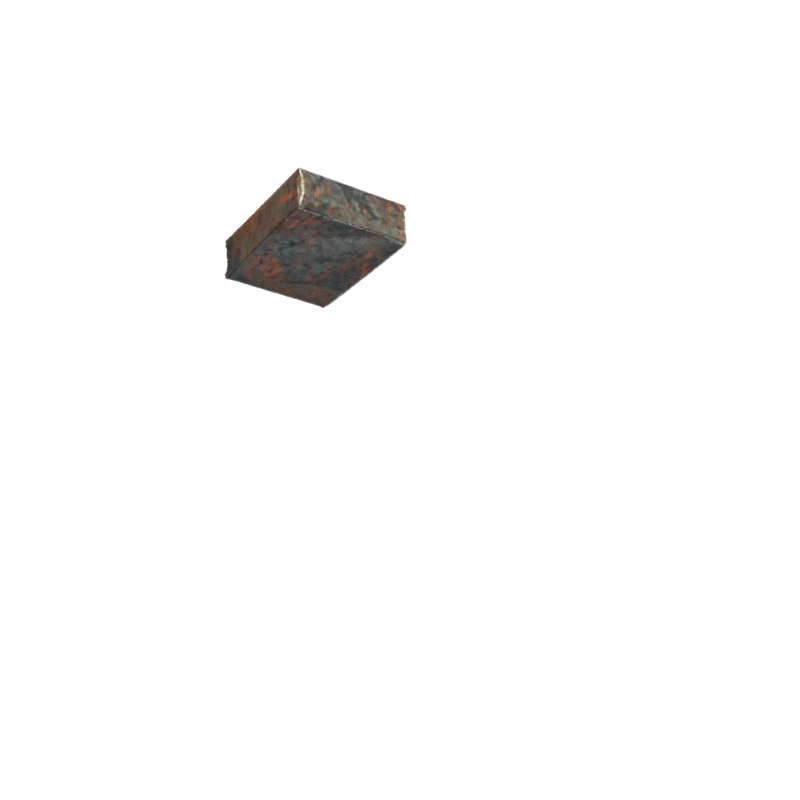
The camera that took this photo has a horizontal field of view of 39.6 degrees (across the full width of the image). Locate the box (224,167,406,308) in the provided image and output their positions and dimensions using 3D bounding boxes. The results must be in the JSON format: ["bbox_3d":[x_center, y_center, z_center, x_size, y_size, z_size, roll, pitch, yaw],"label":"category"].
[{"bbox_3d":[-0.063,-0.114,0.801,0.086,0.041,0.112,18,-34,-29],"label":"box"}]
